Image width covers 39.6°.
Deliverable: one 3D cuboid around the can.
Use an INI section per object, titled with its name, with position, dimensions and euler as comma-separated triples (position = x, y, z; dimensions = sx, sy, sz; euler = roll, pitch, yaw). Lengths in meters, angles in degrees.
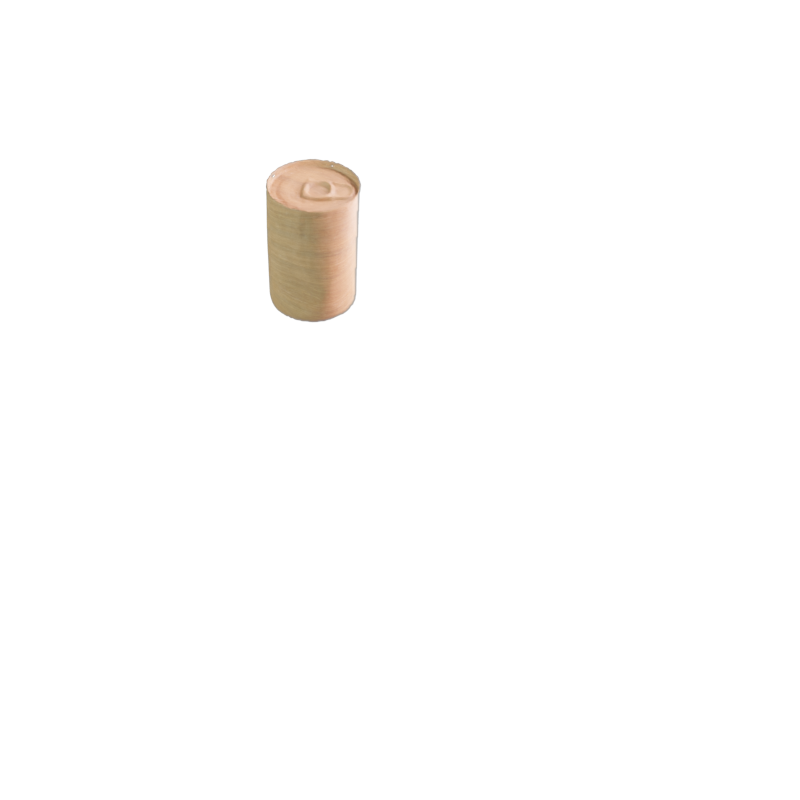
[can]
position = -0.064, -0.117, 0.818
dimensions = 0.068, 0.095, 0.073
euler = 0, 40, -3
